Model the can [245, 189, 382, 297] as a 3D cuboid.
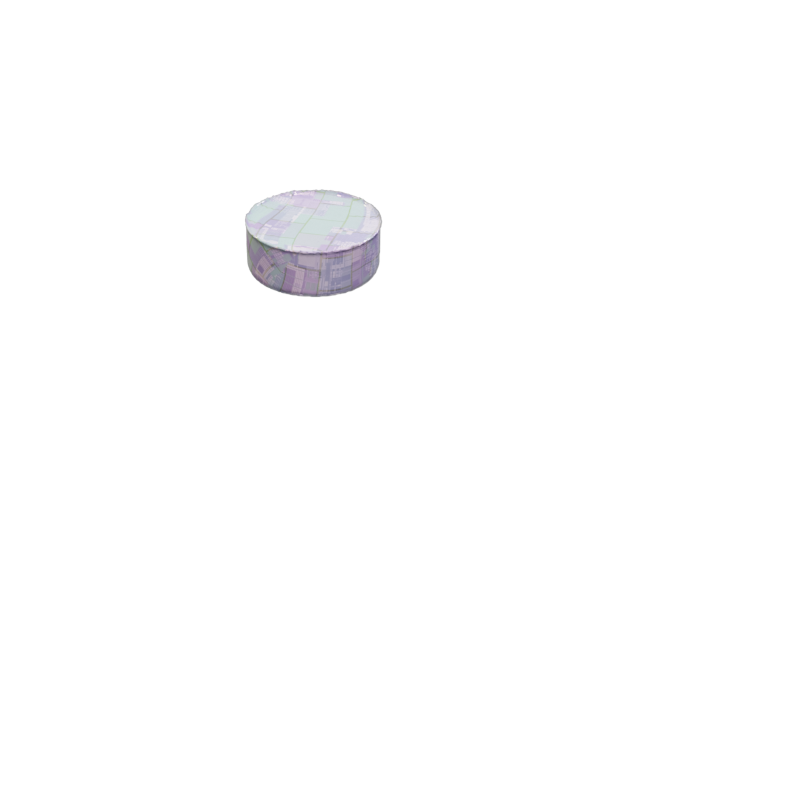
[{"bbox_3d":[-0.055,-0.100,0.700,0.086,0.031,0.092,-1,34,-2],"label":"can"}]
